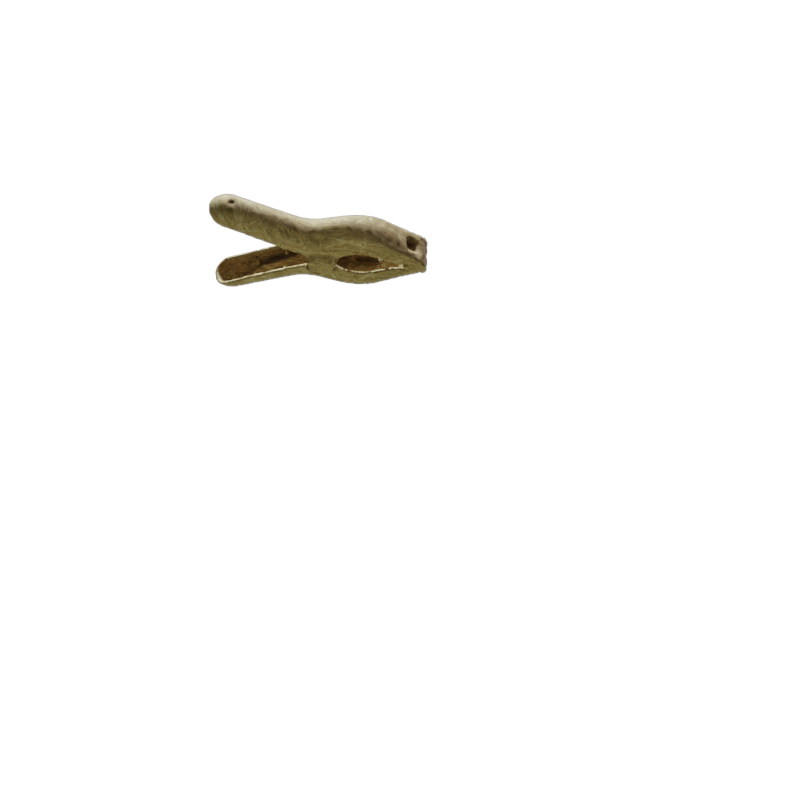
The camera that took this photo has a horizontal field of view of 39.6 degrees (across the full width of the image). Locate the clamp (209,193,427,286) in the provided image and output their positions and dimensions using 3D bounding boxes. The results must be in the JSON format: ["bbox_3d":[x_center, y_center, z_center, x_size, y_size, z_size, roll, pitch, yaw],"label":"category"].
[{"bbox_3d":[-0.066,-0.120,0.841,0.173,0.041,0.114,-2,-16,5],"label":"clamp"}]
